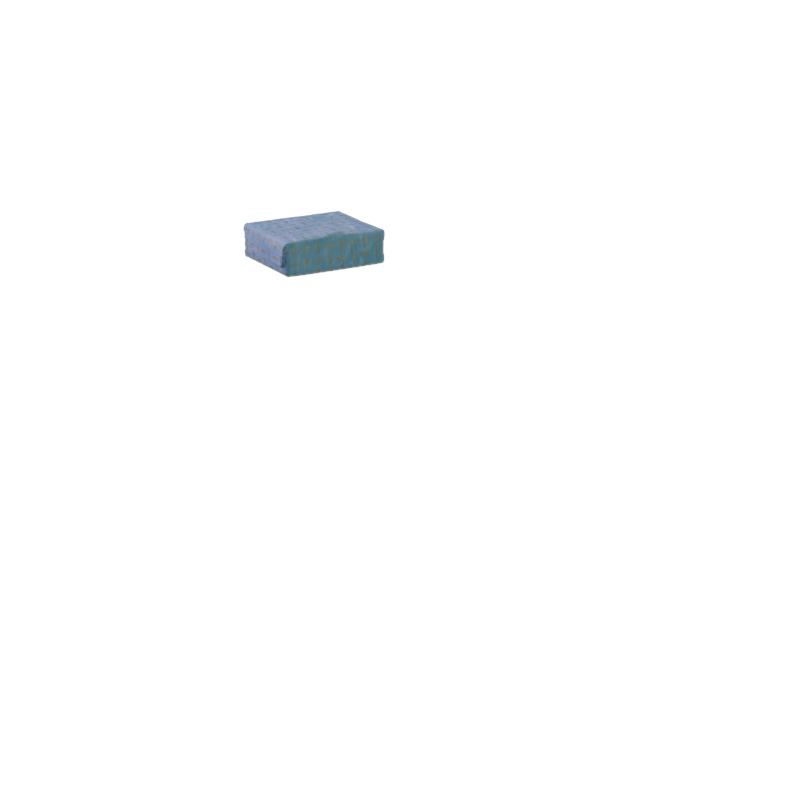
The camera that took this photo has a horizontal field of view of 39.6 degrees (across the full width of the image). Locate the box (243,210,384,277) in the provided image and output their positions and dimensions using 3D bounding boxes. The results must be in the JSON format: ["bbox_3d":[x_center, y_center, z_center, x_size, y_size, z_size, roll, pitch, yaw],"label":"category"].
[{"bbox_3d":[-0.068,-0.124,0.868,0.087,0.029,0.078,-12,24,-28],"label":"box"}]
